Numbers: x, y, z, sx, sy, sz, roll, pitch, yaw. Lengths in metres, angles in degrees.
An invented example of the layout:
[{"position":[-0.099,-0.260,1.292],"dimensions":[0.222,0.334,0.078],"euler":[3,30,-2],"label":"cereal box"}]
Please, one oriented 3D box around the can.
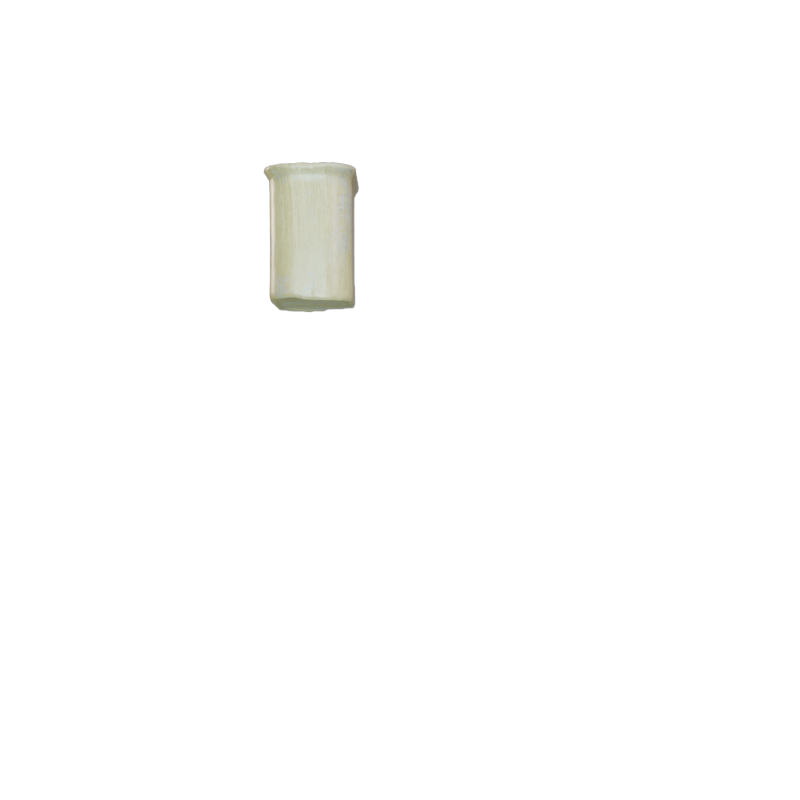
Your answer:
[{"position":[-0.056,-0.102,0.714],"dimensions":[0.058,0.085,0.100],"euler":[0,-3,1],"label":"can"}]
